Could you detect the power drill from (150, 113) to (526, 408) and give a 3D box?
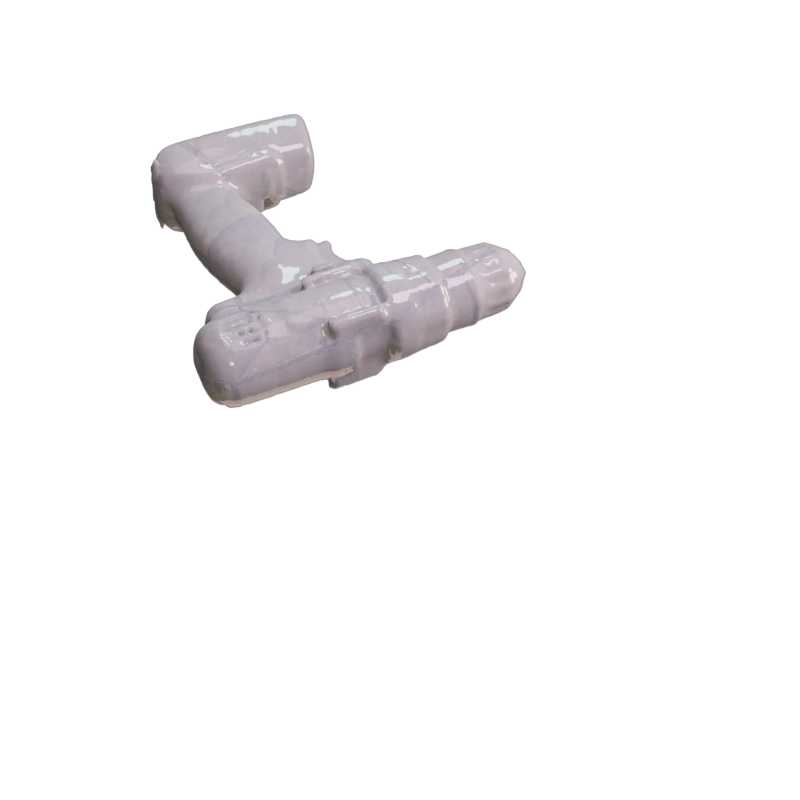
[{"bbox_3d":[-0.049,-0.089,0.624,0.182,0.053,0.203,-18,46,-19],"label":"power drill"}]
